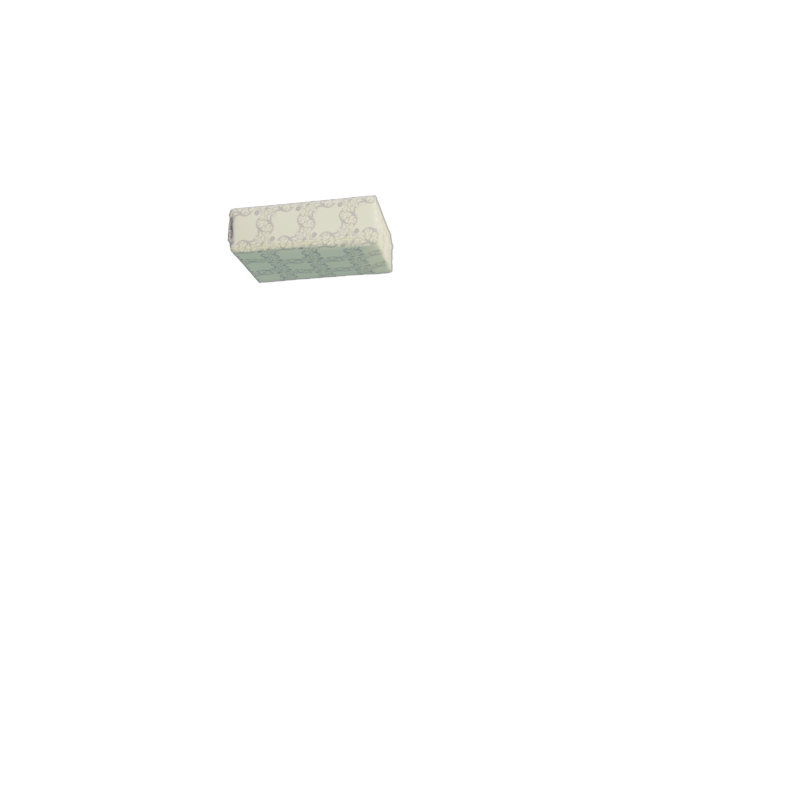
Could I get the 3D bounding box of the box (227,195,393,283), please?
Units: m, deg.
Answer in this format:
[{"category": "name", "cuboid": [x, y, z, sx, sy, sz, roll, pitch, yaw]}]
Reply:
[{"category": "box", "cuboid": [-0.066, -0.121, 0.847, 0.115, 0.040, 0.086, -2, -11, 9]}]
